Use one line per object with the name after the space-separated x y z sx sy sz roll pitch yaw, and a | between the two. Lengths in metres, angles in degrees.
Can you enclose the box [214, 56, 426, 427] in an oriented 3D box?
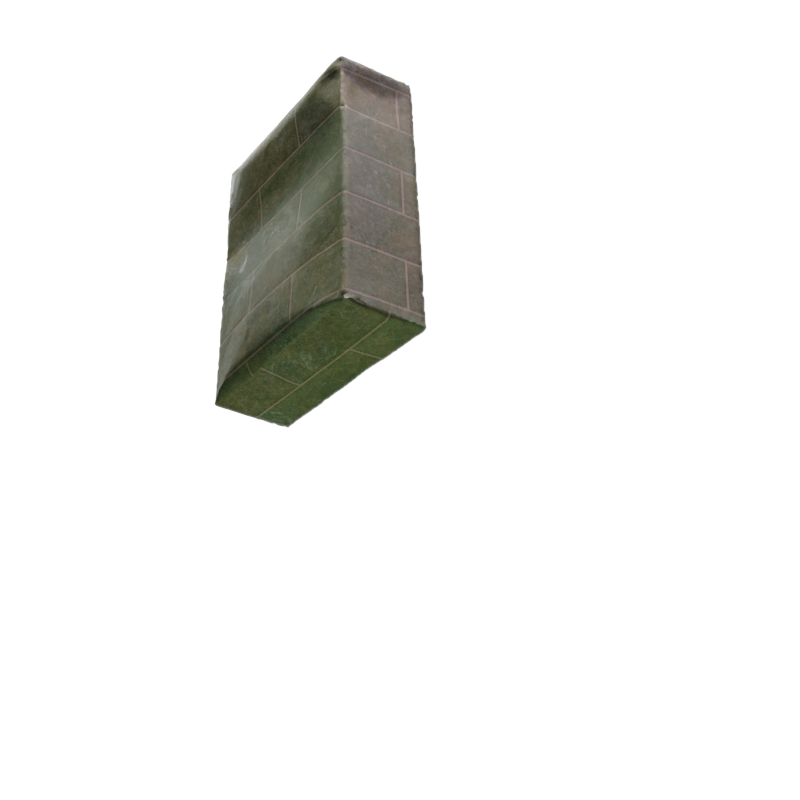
-0.062 -0.113 0.792 0.068 0.228 0.162 21 -39 -31 | box
